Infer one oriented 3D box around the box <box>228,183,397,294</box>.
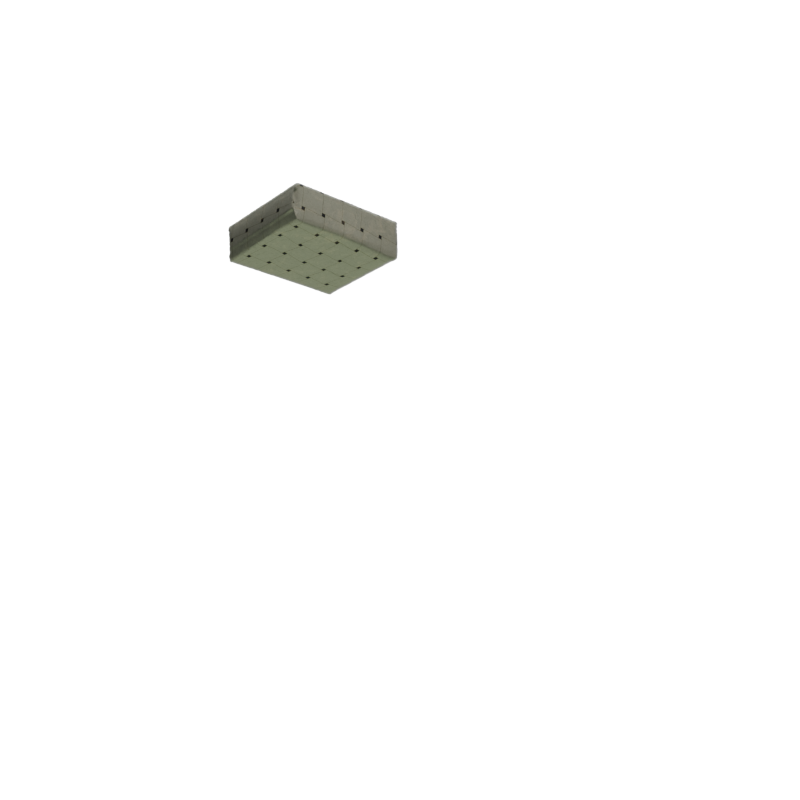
[{"bbox_3d":[-0.072,-0.131,0.915,0.107,0.041,0.090,19,-29,-38],"label":"box"}]
